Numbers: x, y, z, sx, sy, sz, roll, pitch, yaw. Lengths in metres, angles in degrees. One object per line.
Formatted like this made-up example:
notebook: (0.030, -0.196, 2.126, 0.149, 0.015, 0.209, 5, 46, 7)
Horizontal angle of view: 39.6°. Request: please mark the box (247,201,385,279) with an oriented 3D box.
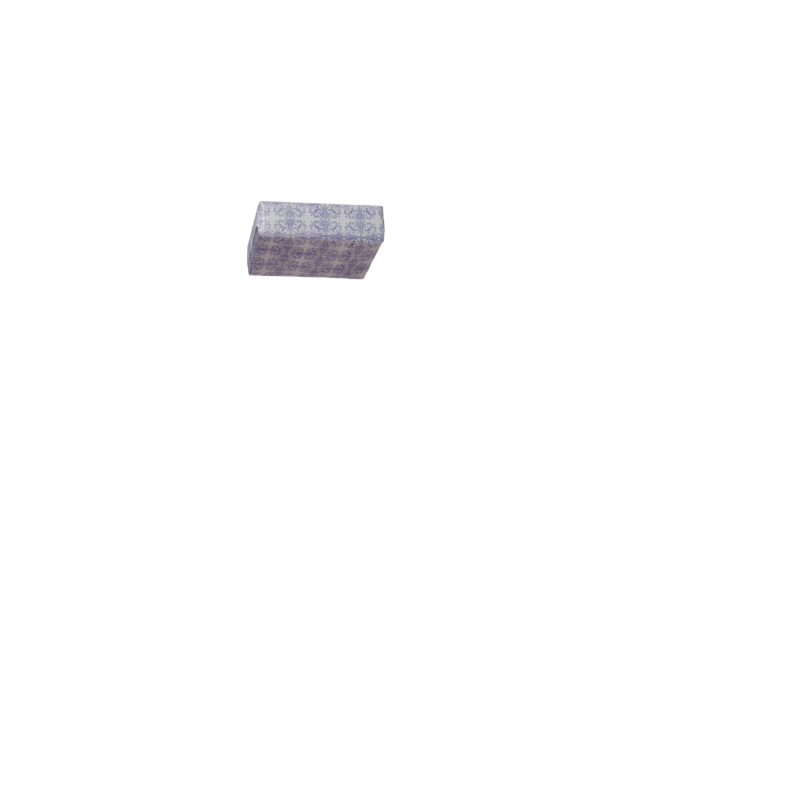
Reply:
box: (-0.078, -0.142, 0.994, 0.112, 0.041, 0.087, 3, -18, -11)
